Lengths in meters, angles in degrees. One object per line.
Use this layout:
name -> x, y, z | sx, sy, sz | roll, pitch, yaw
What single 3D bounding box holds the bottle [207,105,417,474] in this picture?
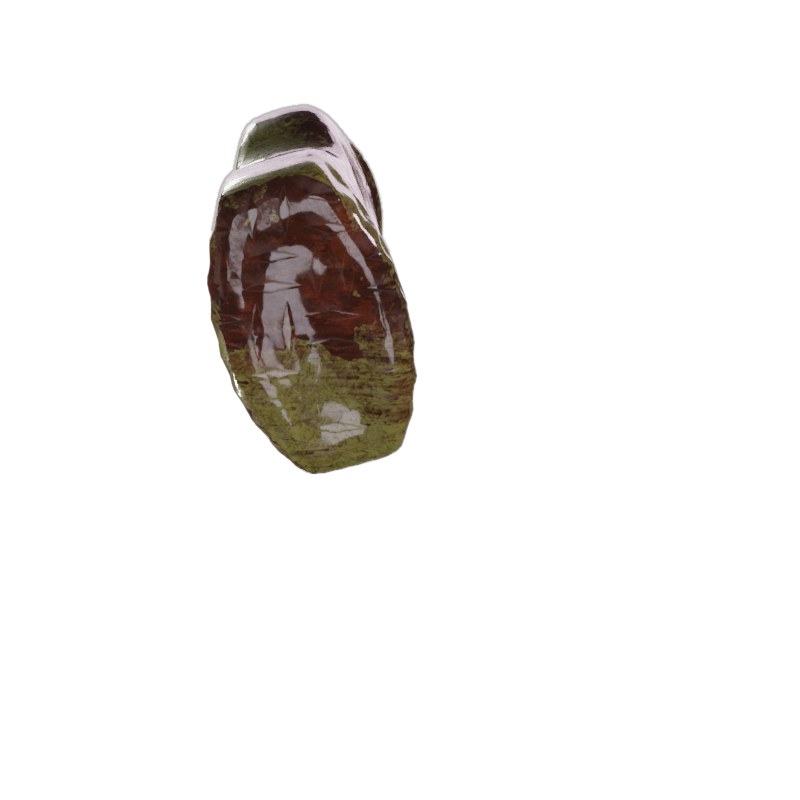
bottle -> -0.033, -0.059, 0.413 | 0.058, 0.091, 0.201 | -17, 23, 3
